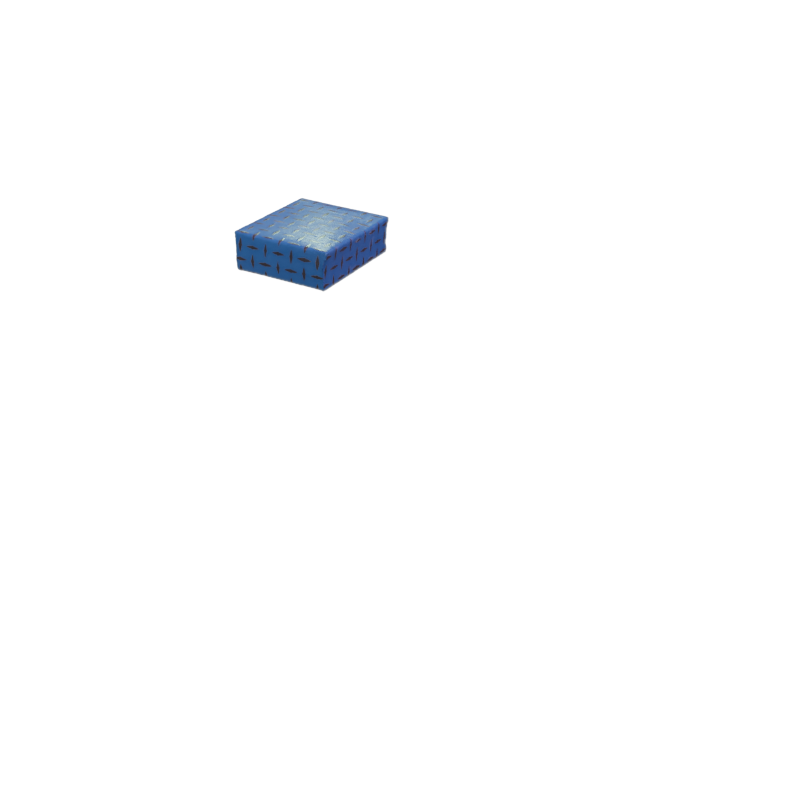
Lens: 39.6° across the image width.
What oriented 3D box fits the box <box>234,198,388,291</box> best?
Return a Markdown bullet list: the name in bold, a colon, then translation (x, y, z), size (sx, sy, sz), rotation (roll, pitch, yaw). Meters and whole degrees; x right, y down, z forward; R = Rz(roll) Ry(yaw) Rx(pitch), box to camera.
- **box**: translation (-0.074, -0.136, 0.949), size (0.094, 0.037, 0.115), rotation (14, 31, 24)
